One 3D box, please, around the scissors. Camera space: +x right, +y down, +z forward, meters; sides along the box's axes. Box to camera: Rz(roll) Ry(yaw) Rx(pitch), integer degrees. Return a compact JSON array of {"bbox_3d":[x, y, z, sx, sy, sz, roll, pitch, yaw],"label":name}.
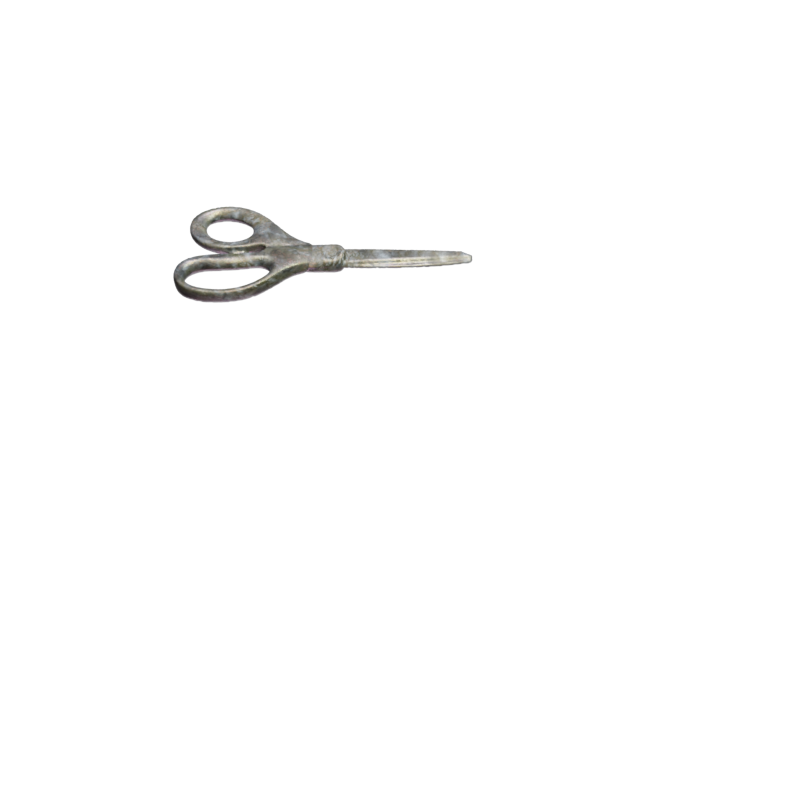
[{"bbox_3d":[-0.061,-0.111,0.775,0.200,0.104,0.015,-12,-42,-11],"label":"scissors"}]
